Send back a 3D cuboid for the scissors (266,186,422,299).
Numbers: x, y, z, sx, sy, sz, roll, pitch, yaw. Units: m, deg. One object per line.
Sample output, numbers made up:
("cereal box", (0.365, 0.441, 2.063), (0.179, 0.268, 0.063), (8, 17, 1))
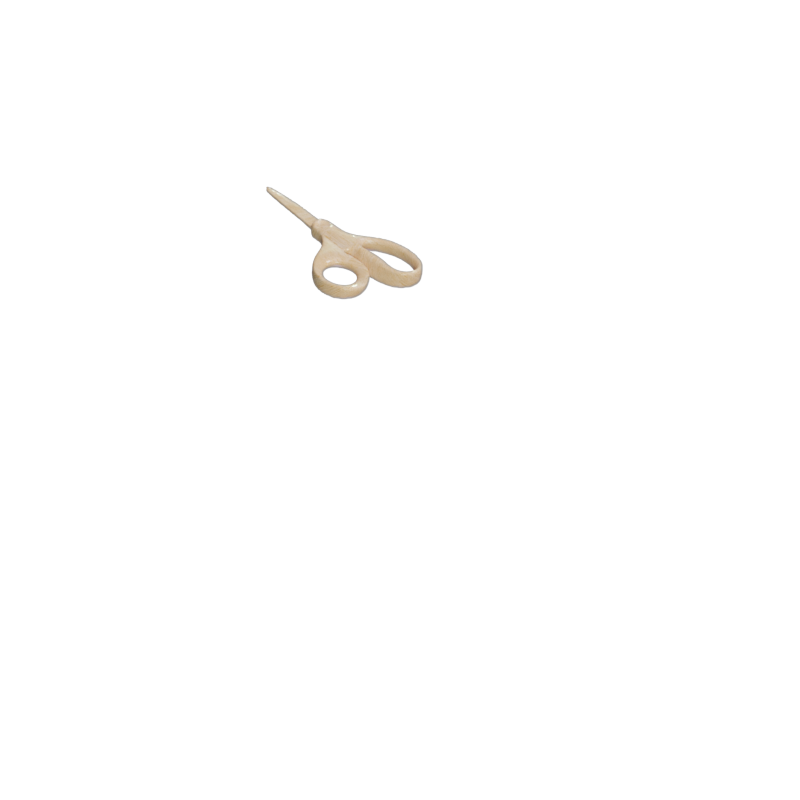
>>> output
("scissors", (-0.073, -0.132, 0.928), (0.215, 0.015, 0.096), (28, 43, 34))
